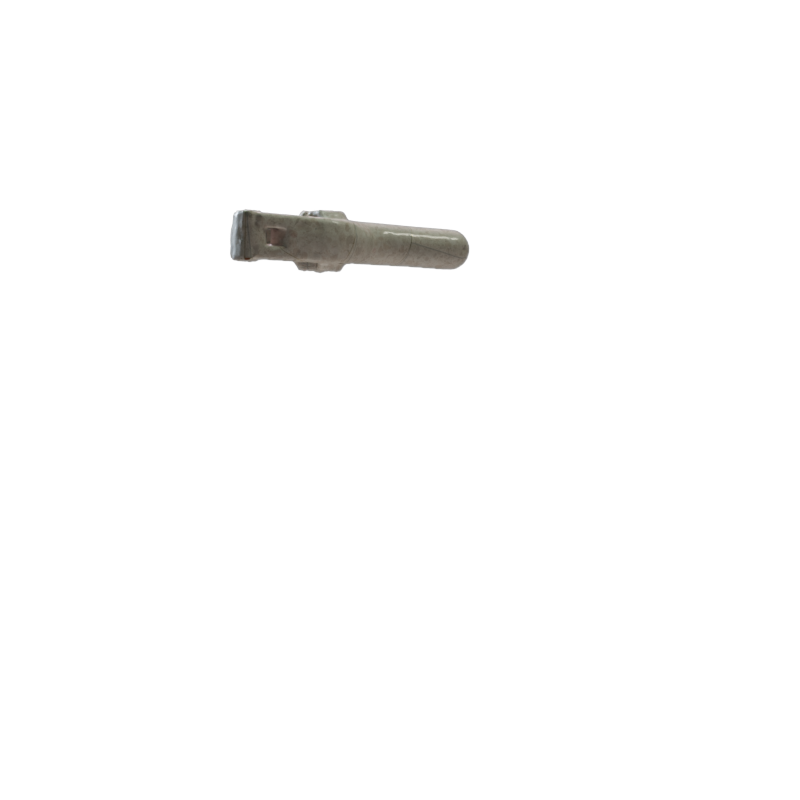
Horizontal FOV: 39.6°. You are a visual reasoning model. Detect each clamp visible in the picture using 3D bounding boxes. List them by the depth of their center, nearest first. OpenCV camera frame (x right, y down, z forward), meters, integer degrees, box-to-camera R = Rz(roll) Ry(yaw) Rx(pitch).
[{"bbox_3d":[-0.052,-0.094,0.660,0.124,0.039,0.164,0,1,39],"label":"clamp"}]
